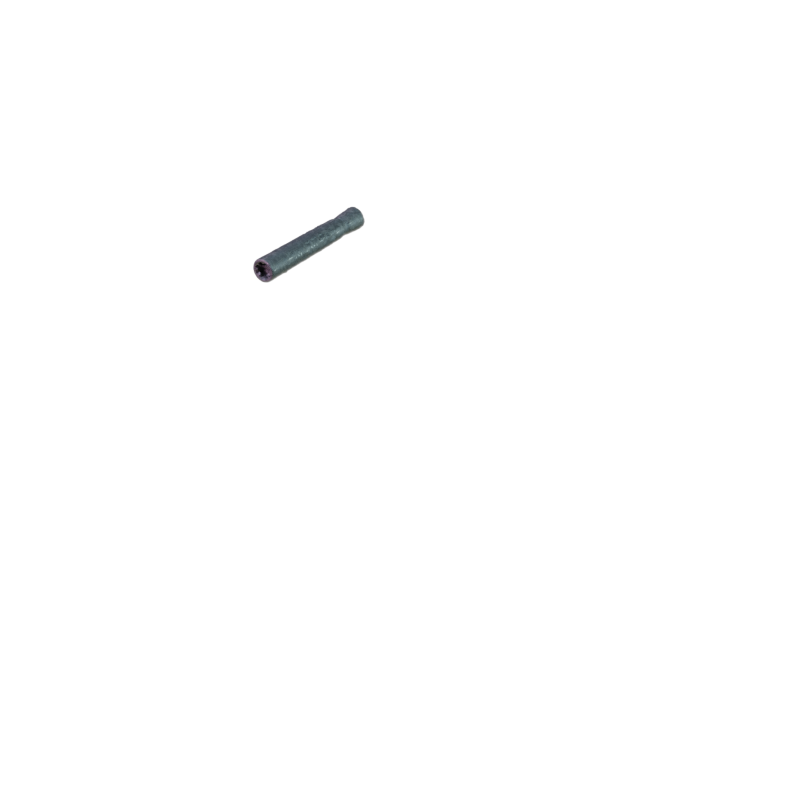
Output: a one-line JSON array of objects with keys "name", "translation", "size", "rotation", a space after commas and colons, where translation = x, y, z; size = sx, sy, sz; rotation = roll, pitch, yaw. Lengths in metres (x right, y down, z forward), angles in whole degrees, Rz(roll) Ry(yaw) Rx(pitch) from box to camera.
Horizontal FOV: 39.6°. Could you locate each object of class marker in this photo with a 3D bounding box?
[{"name": "marker", "translation": [-0.066, -0.120, 0.841], "size": [0.020, 0.019, 0.122], "rotation": [3, 28, 37]}]
